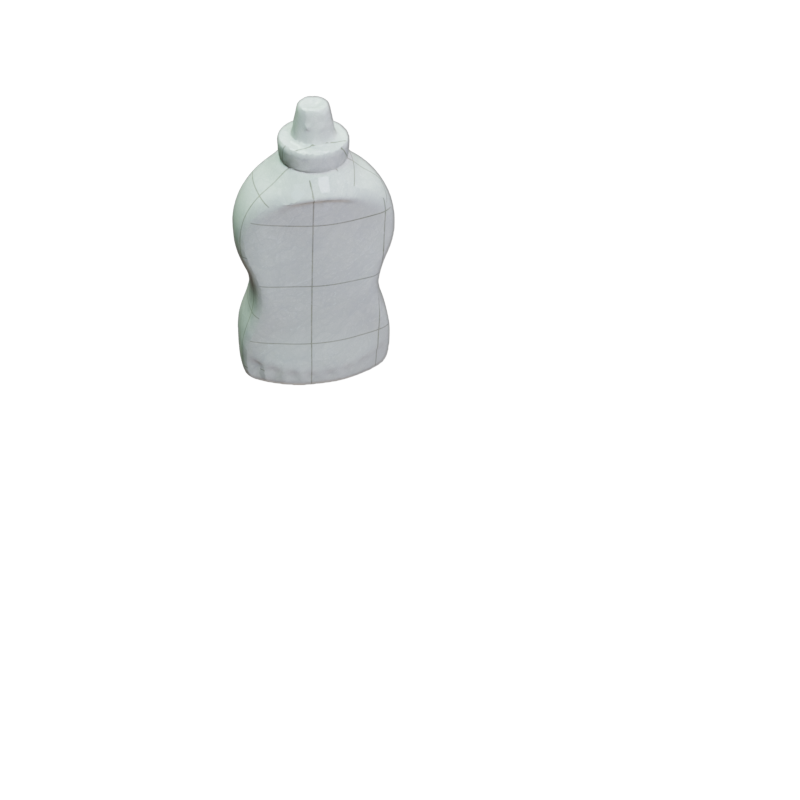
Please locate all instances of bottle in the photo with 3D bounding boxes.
[{"bbox_3d":[-0.052,-0.096,0.668,0.095,0.179,0.063,-4,42,-8],"label":"bottle"}]
